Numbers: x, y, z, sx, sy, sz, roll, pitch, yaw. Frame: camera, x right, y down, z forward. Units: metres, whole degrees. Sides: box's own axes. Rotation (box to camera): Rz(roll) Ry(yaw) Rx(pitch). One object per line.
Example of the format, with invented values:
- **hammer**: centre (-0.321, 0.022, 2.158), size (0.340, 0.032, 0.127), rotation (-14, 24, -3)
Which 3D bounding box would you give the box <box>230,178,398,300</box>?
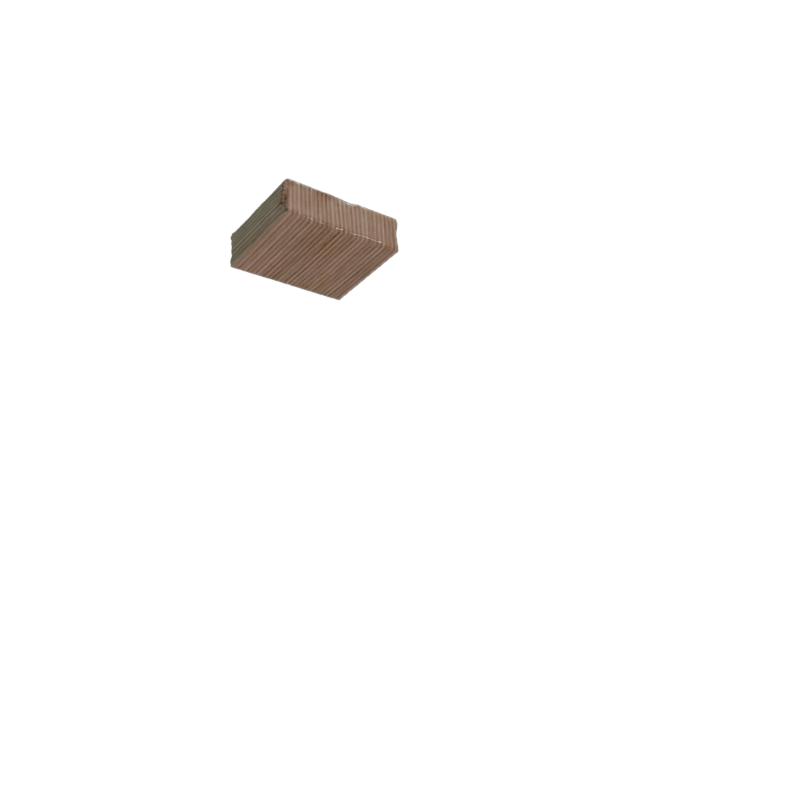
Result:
- **box**: centre (-0.058, -0.105, 0.734), size (0.085, 0.032, 0.072), rotation (17, -34, -28)
